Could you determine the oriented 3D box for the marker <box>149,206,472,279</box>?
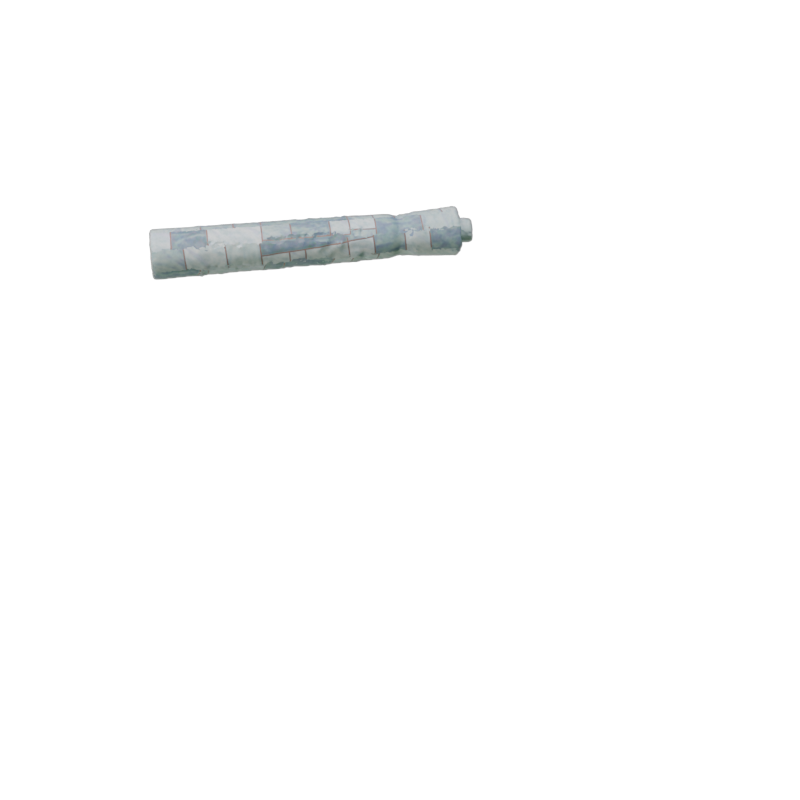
[{"bbox_3d":[-0.032,-0.059,0.415,0.120,0.020,0.020,-5,5,-7],"label":"marker"}]
